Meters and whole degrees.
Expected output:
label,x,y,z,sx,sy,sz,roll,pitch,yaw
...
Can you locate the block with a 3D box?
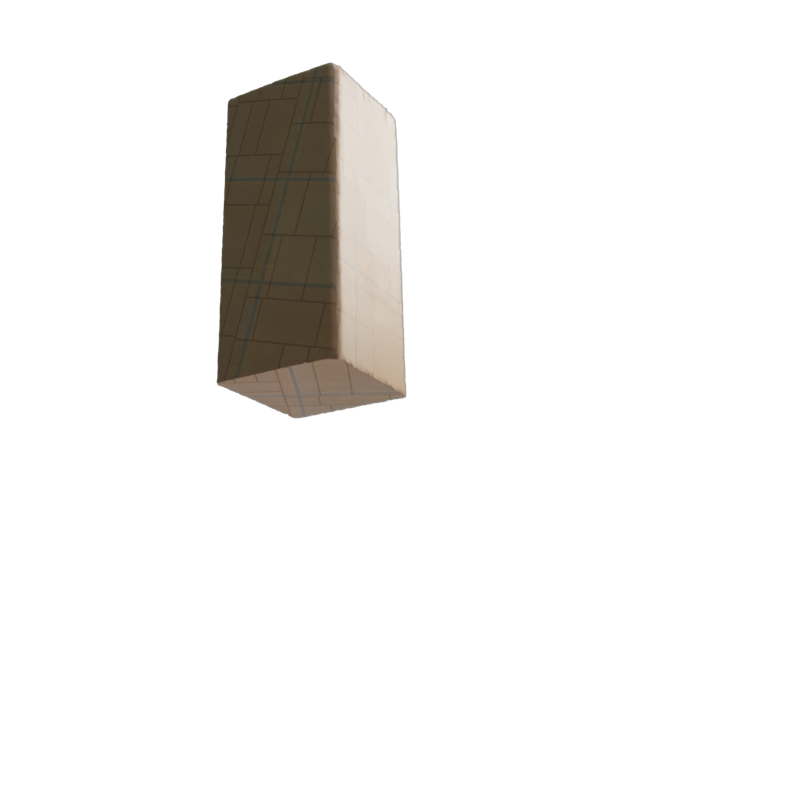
label,x,y,z,sx,sy,sz,roll,pitch,yaw
block,-0.057,-0.105,0.735,0.092,0.218,0.084,-15,-27,27
